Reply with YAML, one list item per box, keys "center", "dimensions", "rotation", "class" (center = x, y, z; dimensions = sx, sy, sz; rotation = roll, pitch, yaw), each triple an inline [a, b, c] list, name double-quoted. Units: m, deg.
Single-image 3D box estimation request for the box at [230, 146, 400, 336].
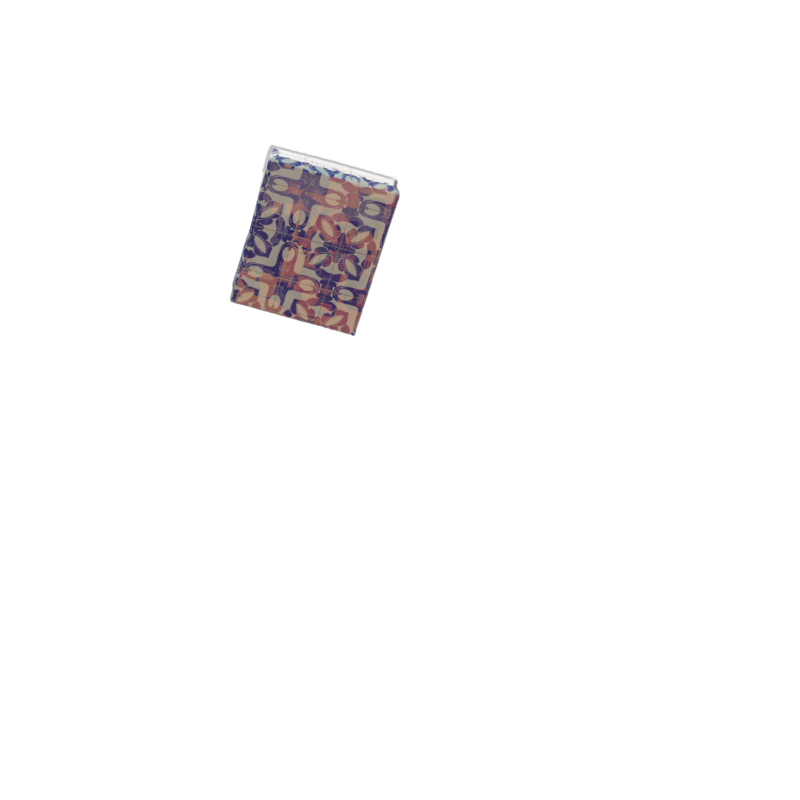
- center: [-0.048, -0.087, 0.611]
  dimensions: [0.072, 0.086, 0.032]
  rotation: [15, 21, -7]
  class: "box"
